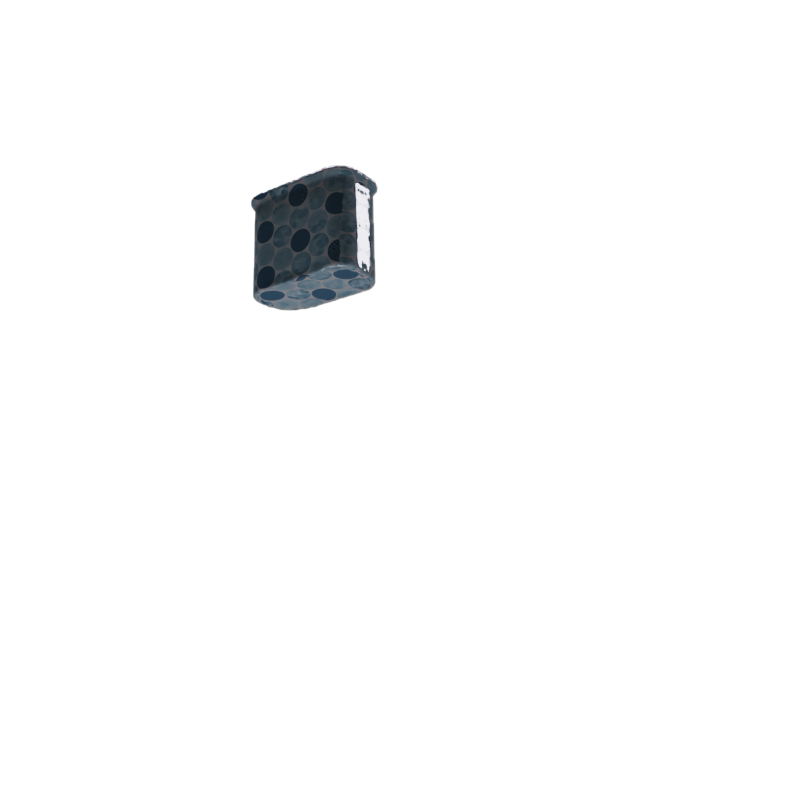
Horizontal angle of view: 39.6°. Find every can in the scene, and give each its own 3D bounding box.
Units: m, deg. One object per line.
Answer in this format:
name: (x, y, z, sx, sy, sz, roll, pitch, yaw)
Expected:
can: (-0.067, -0.122, 0.854, 0.103, 0.088, 0.054, -16, -28, 33)
